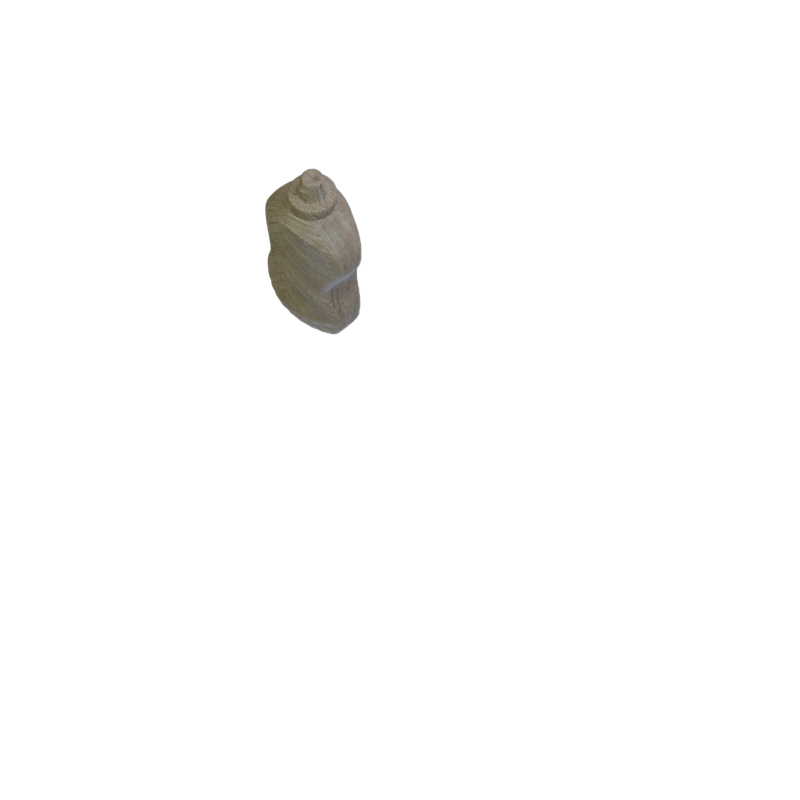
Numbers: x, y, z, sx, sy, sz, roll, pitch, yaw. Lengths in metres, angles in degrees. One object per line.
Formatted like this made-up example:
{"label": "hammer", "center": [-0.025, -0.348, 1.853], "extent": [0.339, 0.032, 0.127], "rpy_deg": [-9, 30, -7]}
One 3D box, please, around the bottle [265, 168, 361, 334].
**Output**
{"label": "bottle", "center": [-0.076, -0.137, 0.961], "extent": [0.059, 0.101, 0.180], "rpy_deg": [-38, -20, -20]}
